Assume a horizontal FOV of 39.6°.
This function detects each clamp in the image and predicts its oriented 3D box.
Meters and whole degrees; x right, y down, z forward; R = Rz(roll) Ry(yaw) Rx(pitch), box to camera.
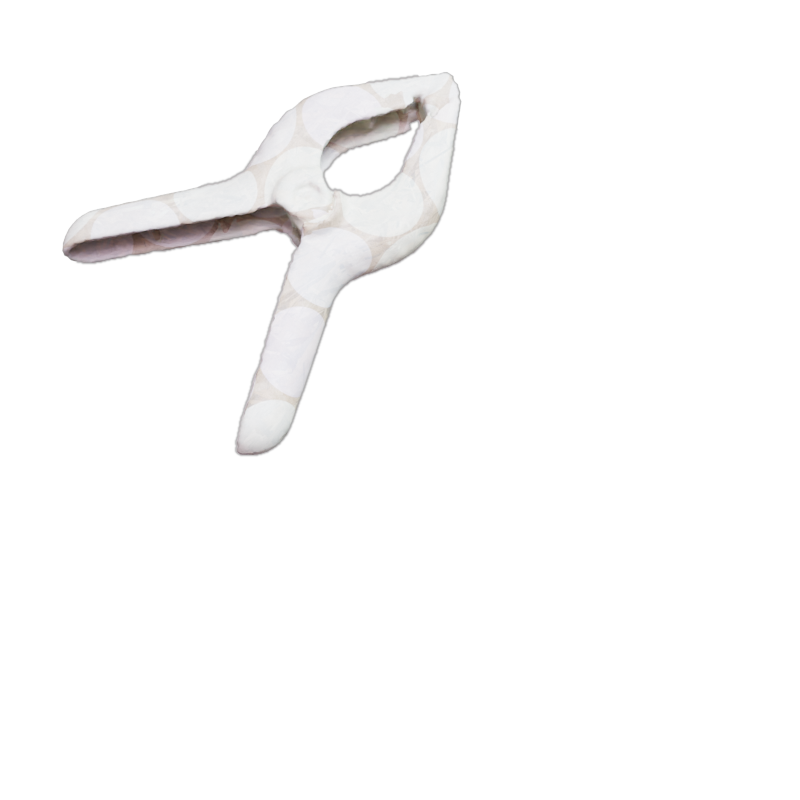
[{"bbox_3d":[-0.035,-0.063,0.442,0.172,0.124,0.038,-33,-11,-8],"label":"clamp"}]
